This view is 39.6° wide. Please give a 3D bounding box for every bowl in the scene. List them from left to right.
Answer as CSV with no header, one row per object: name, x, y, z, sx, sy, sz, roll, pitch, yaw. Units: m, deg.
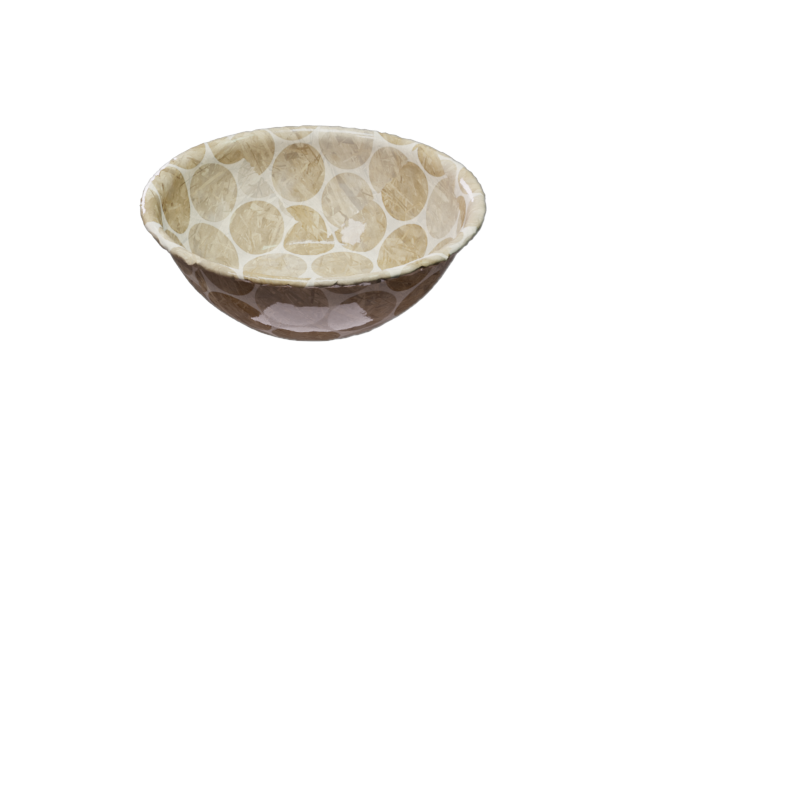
bowl,-0.042,-0.076,0.533,0.162,0.052,0.173,-1,35,-2
